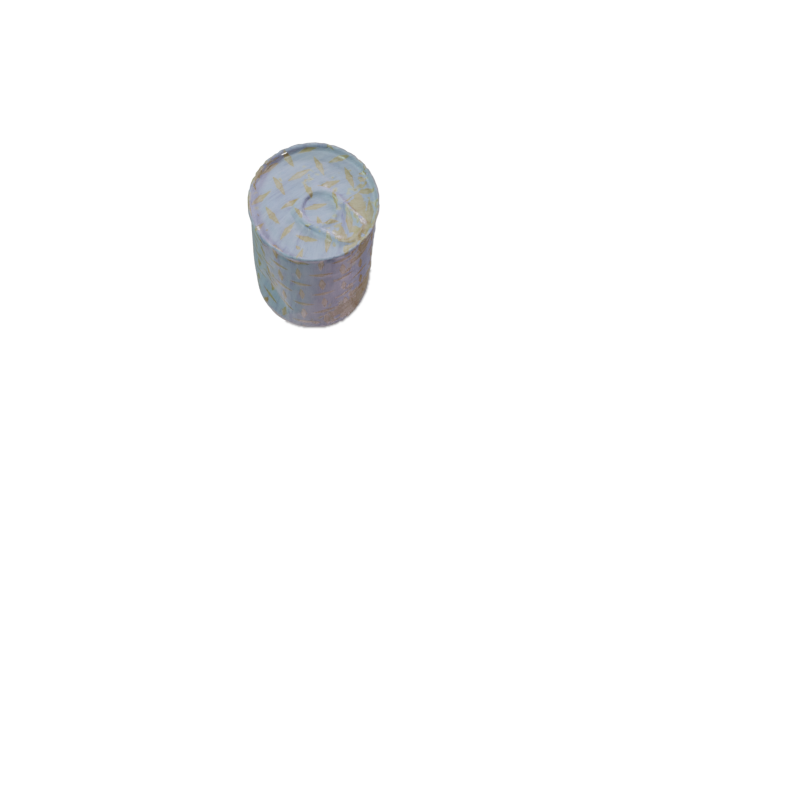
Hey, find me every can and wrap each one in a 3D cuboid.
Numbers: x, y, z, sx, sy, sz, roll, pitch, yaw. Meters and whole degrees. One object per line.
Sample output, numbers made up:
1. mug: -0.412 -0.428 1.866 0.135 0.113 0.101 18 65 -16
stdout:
1. can: -0.048 -0.088 0.613 0.068 0.072 0.097 0 -20 -3
